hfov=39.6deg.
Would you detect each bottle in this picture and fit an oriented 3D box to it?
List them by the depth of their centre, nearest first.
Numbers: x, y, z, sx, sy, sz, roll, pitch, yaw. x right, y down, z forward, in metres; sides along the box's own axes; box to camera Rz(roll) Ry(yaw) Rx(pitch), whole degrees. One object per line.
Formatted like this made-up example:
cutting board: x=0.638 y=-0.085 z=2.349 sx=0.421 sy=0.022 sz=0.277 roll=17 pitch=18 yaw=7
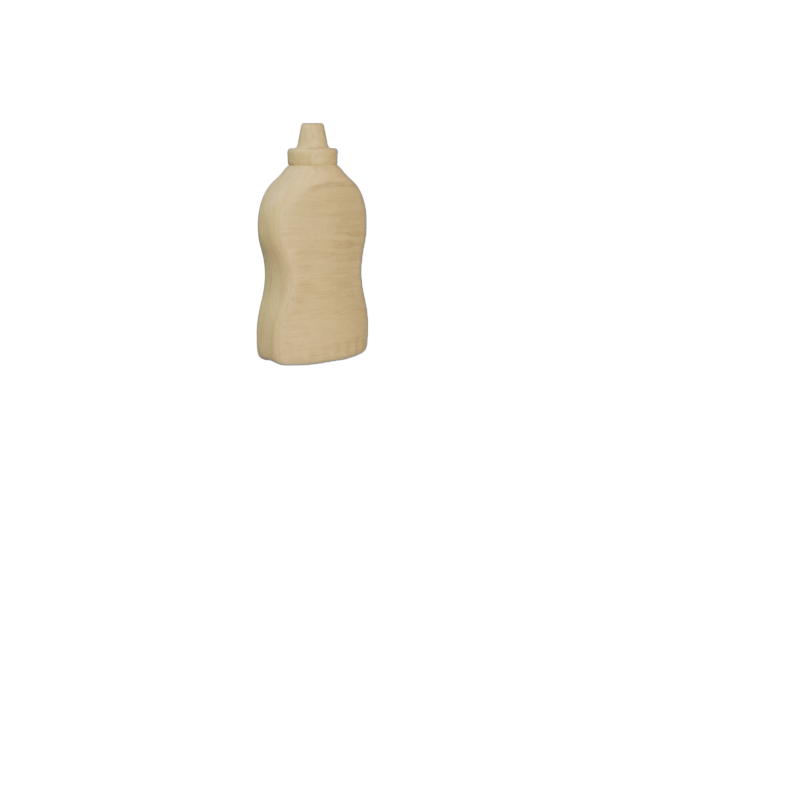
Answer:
bottle: x=-0.071 y=-0.129 z=0.901 sx=0.093 sy=0.189 sz=0.061 roll=-5 pitch=9 yaw=-37
